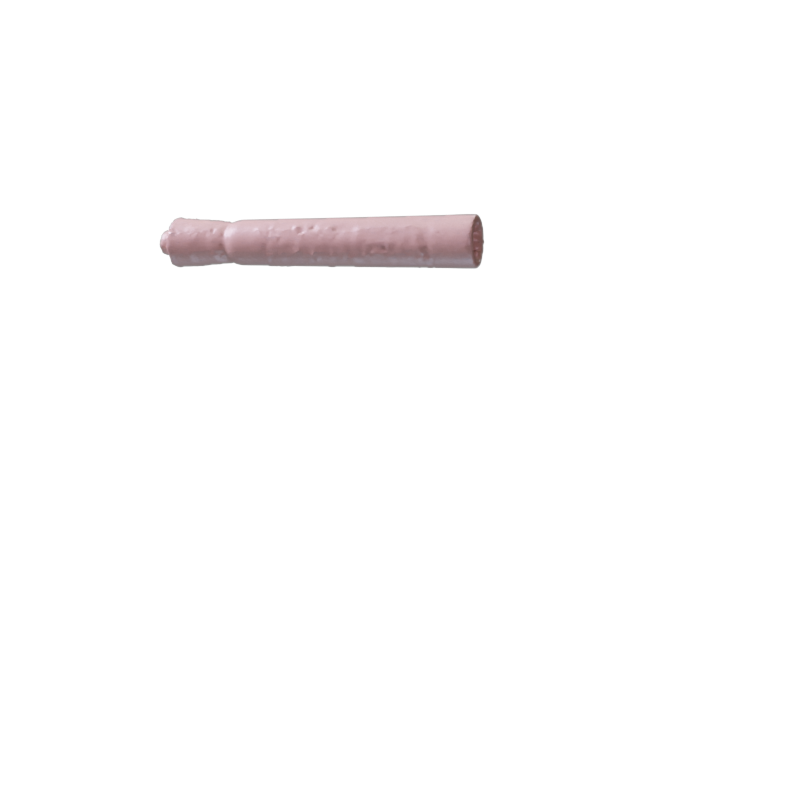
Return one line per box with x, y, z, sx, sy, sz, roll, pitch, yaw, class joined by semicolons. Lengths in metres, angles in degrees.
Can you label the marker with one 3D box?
-0.031;-0.057;0.400;0.124;0.020;0.019;3;5;21;marker
